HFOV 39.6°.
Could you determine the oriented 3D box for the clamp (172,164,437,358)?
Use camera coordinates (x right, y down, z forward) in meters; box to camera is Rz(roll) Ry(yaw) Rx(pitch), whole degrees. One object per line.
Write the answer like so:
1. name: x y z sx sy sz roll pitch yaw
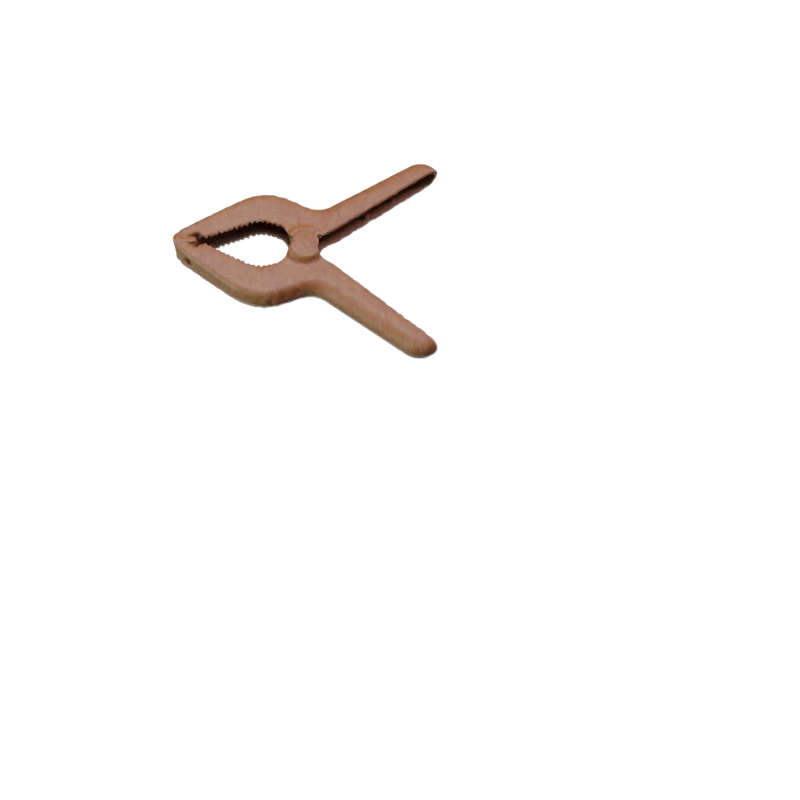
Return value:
1. clamp: -0.067 -0.122 0.856 0.211 0.173 0.034 8 -28 4
